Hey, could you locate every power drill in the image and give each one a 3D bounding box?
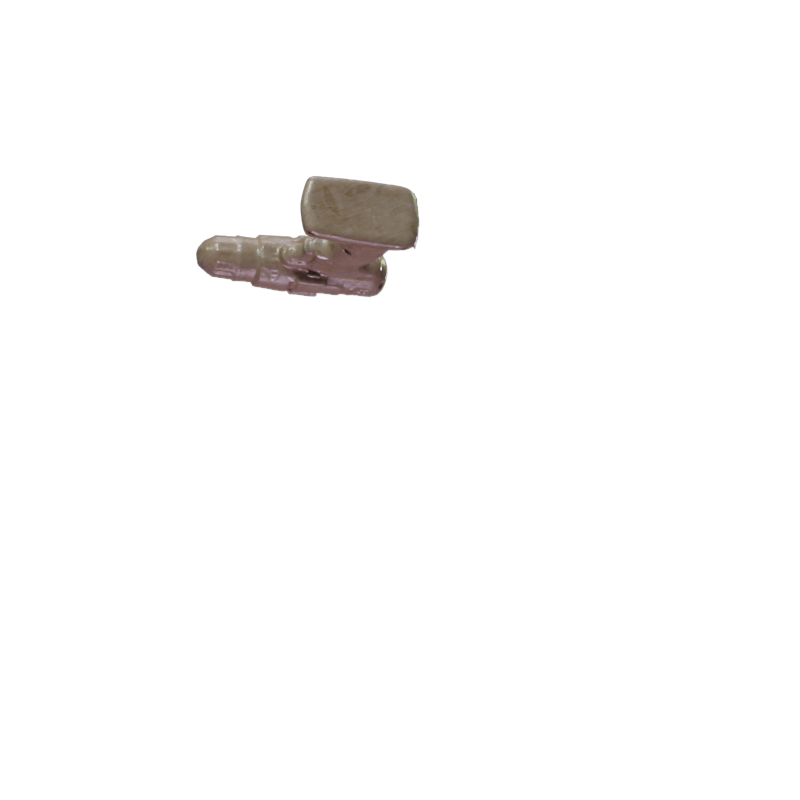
[{"bbox_3d":[-0.078,-0.142,0.993,0.180,0.059,0.186,4,-11,-19],"label":"power drill"}]
